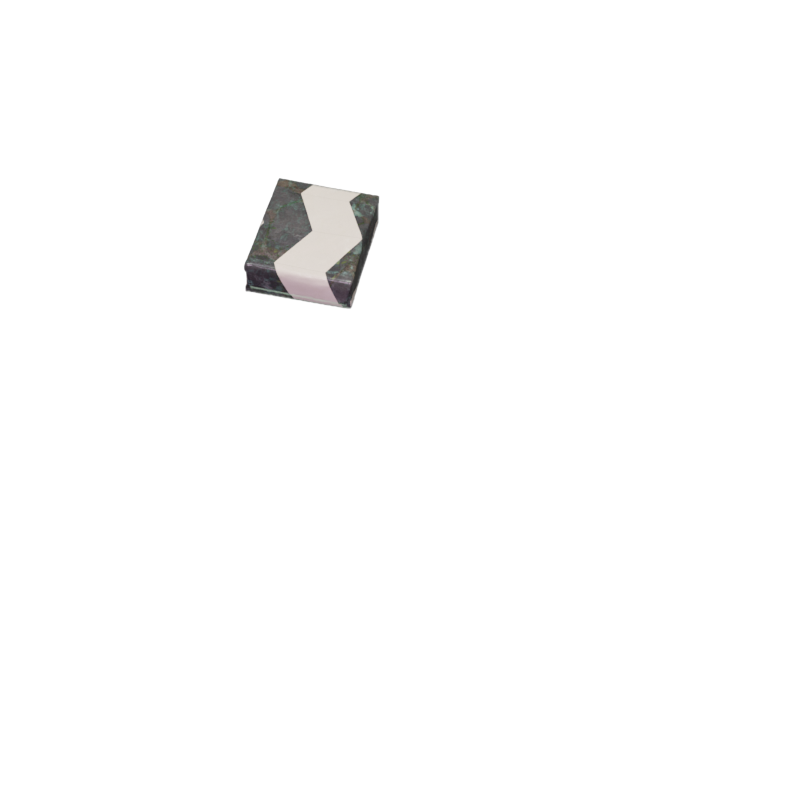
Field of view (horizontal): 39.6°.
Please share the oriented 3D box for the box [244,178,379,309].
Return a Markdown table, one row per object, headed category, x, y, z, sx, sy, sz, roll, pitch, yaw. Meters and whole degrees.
| category | x | y | z | sx | sy | sz | roll | pitch | yaw |
| --- | --- | --- | --- | --- | --- | --- | --- | --- | --- |
| box | -0.059 | -0.107 | 0.749 | 0.074 | 0.094 | 0.028 | 10 | -41 | 8 |
